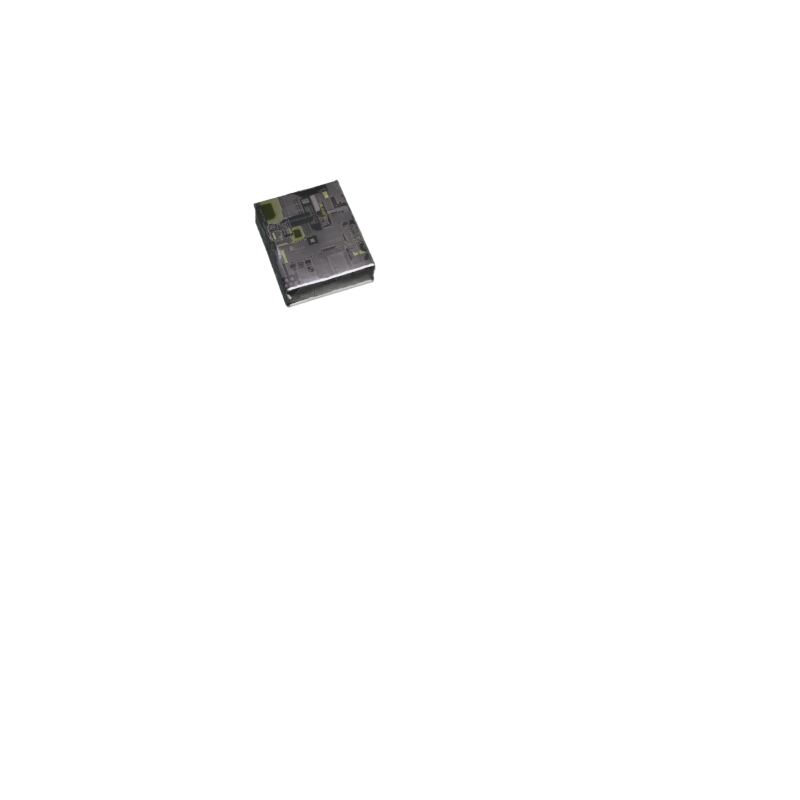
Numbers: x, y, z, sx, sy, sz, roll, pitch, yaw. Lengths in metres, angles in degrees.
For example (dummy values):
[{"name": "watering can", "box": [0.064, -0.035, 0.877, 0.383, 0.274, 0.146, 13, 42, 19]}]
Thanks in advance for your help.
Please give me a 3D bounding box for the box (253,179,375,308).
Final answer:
[{"name": "box", "box": [-0.069, -0.125, 0.876, 0.073, 0.095, 0.028, -17, -28, -10]}]
